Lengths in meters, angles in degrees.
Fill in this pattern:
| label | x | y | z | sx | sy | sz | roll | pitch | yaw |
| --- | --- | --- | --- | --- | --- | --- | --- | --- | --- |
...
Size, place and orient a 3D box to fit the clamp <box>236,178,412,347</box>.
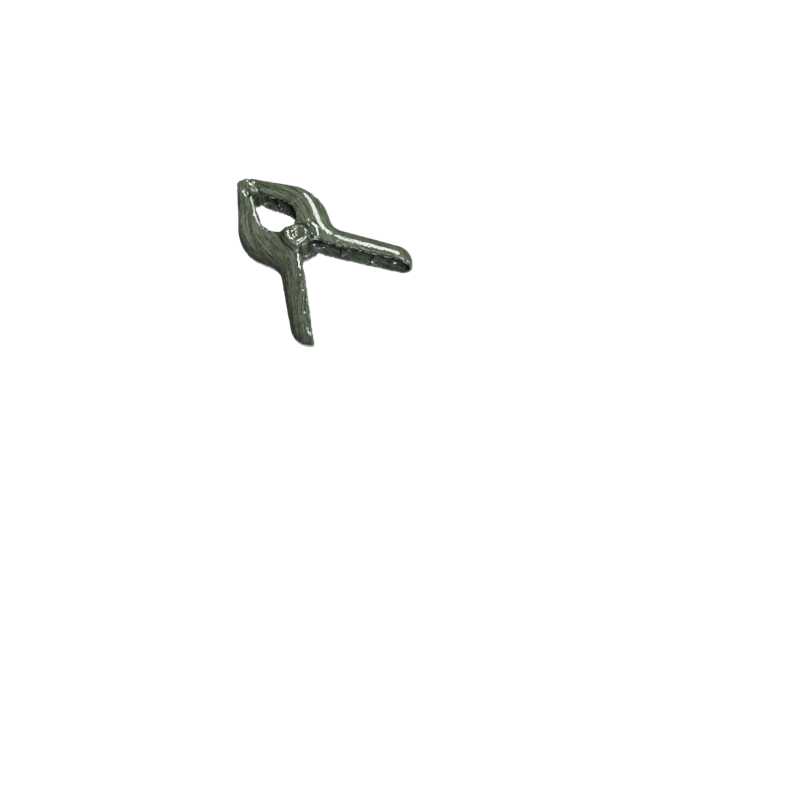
| label | x | y | z | sx | sy | sz | roll | pitch | yaw |
| --- | --- | --- | --- | --- | --- | --- | --- | --- | --- |
| clamp | -0.074 | -0.136 | 0.950 | 0.120 | 0.183 | 0.037 | -27 | -28 | -16 |
